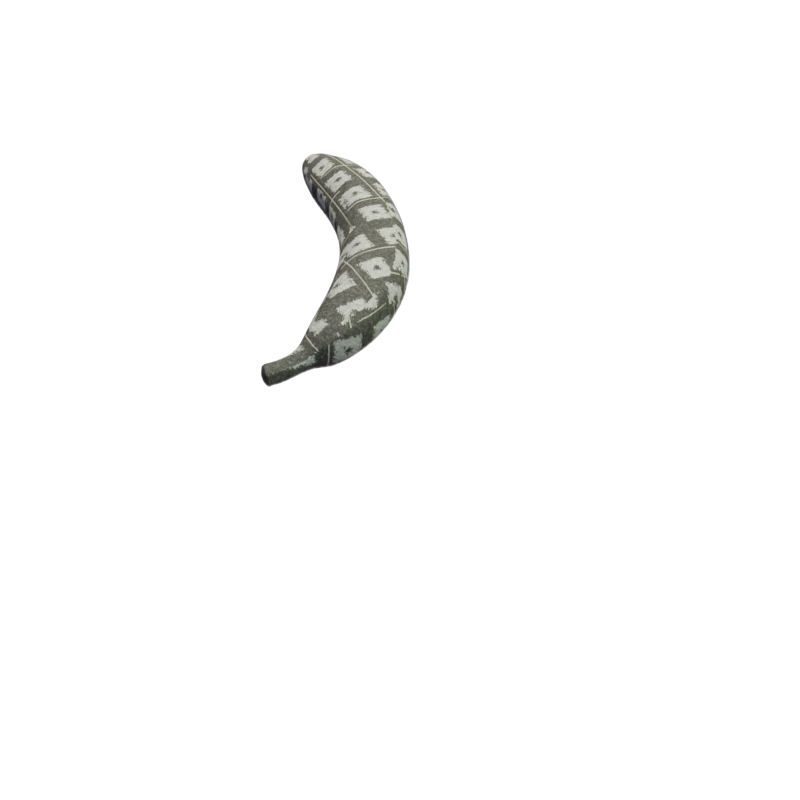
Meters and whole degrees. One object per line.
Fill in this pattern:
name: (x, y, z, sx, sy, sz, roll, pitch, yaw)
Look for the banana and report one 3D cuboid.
banana: (-0.029, -0.083, 0.602, 0.070, 0.034, 0.211, 2, 40, 2)
